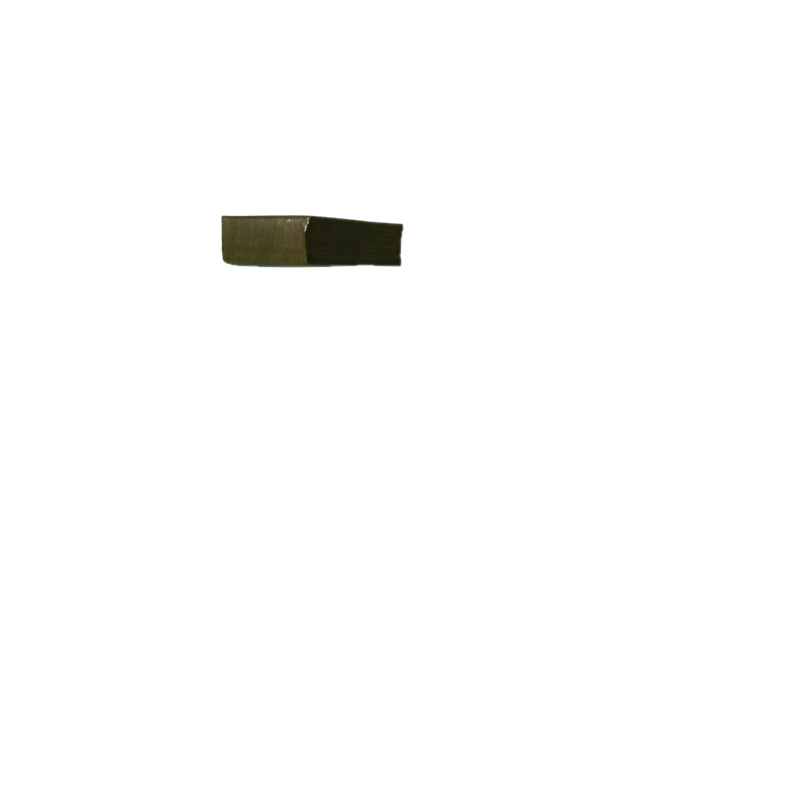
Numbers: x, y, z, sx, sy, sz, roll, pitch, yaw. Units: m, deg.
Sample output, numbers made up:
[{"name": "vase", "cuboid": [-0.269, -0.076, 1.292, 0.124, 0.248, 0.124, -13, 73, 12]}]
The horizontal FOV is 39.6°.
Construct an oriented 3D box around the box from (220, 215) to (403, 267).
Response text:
[{"name": "box", "cuboid": [-0.066, -0.120, 0.837, 0.094, 0.039, 0.110, 5, 9, 38]}]
